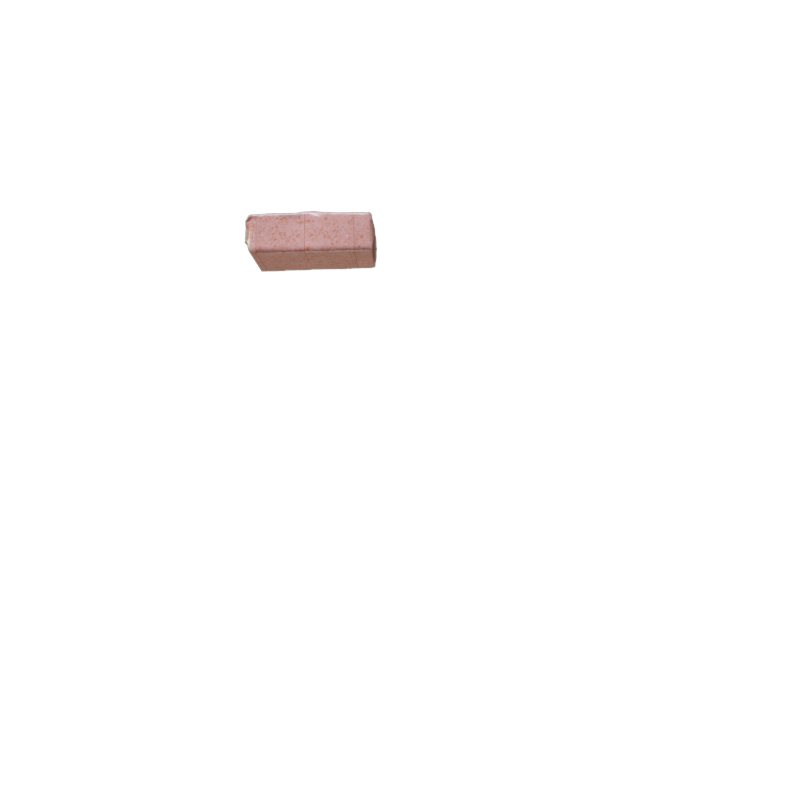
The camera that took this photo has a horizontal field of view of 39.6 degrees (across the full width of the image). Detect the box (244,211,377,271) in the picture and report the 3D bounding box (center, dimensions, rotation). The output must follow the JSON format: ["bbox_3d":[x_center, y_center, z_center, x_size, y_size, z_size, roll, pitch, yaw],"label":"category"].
[{"bbox_3d":[-0.063,-0.114,0.797,0.090,0.031,0.071,0,-5,4],"label":"box"}]
